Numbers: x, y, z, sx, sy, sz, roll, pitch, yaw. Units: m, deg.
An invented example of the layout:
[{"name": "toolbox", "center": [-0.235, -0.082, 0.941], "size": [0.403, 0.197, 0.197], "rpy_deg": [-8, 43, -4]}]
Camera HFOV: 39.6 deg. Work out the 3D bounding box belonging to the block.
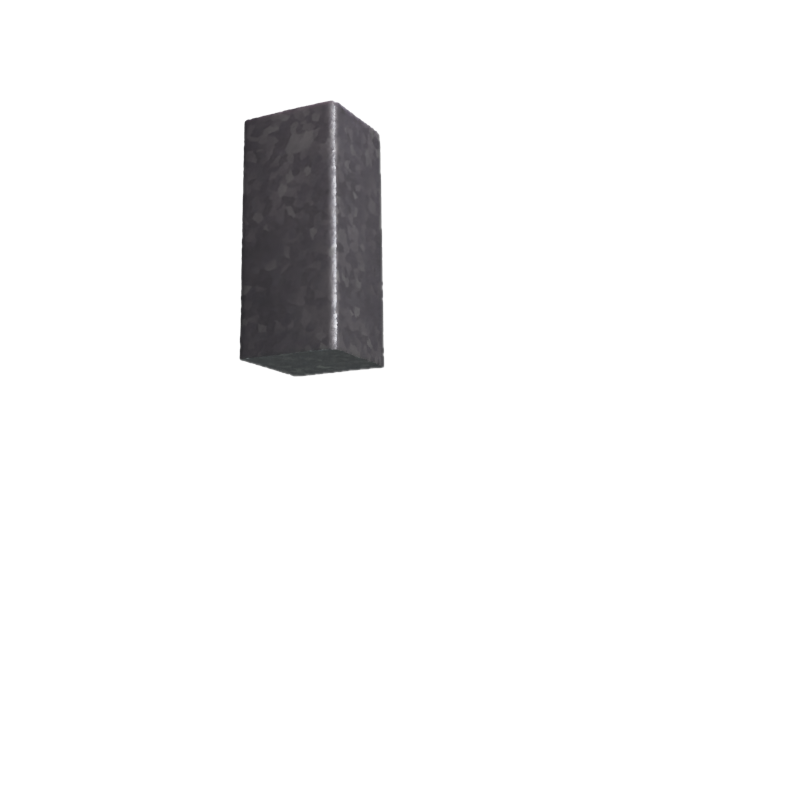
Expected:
[{"name": "block", "center": [-0.072, -0.132, 0.925], "size": [0.092, 0.214, 0.085], "rpy_deg": [-9, -17, 26]}]
